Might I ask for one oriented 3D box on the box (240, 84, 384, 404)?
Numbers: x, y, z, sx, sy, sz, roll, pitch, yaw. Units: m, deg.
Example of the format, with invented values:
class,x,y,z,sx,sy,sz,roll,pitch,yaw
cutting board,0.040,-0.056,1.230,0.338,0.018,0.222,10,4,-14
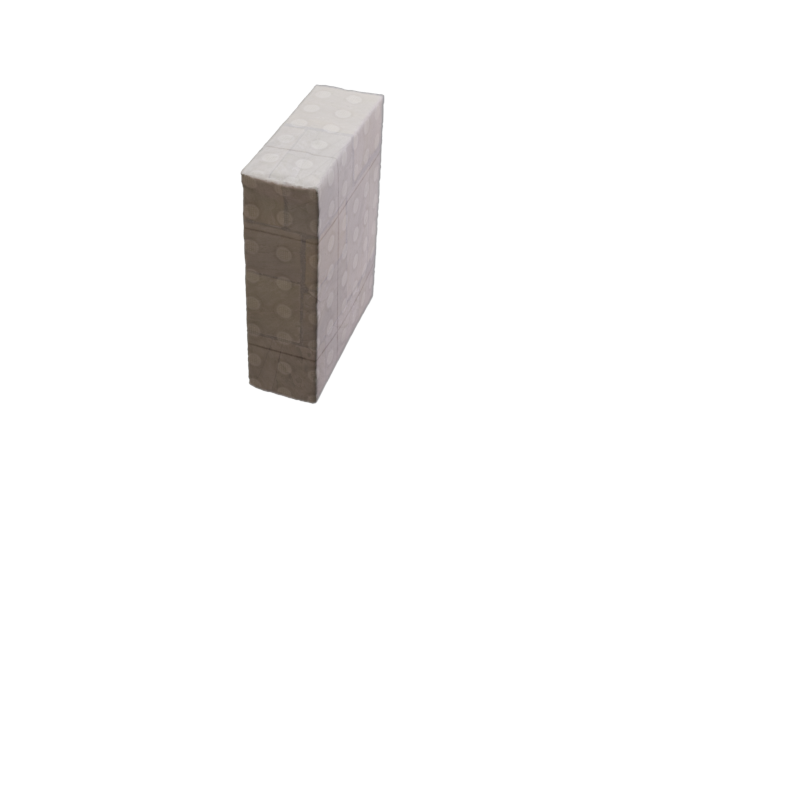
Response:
class,x,y,z,sx,sy,sz,roll,pitch,yaw
box,-0.073,-0.133,0.931,0.074,0.200,0.171,12,39,12
